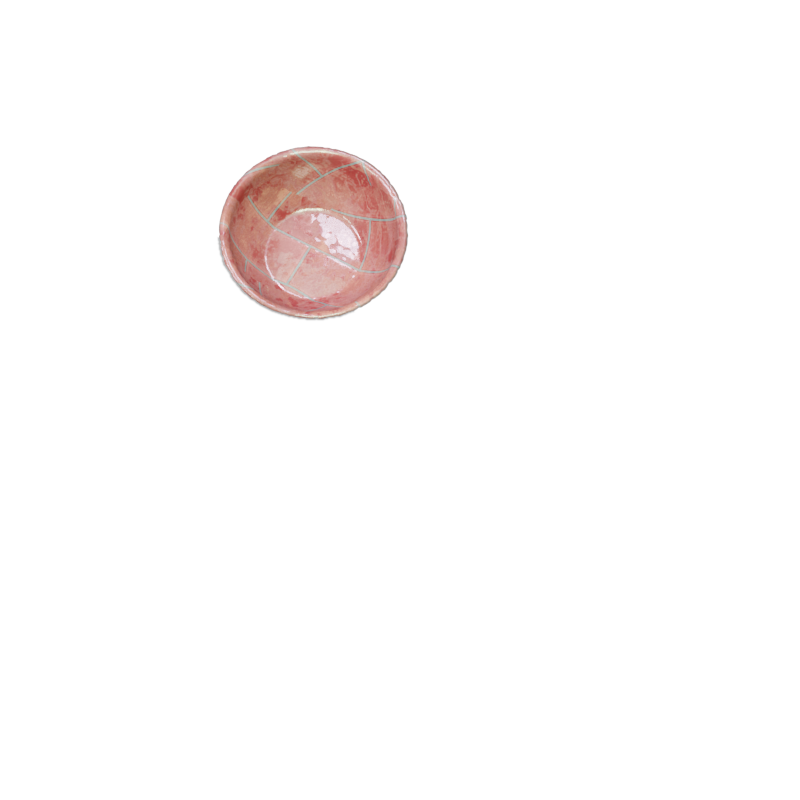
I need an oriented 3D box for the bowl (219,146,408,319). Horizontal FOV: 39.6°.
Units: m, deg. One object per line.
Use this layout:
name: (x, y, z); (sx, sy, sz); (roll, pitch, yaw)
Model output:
bowl: (-0.076, -0.138, 0.969); (0.162, 0.171, 0.052); (-1, -22, -1)
